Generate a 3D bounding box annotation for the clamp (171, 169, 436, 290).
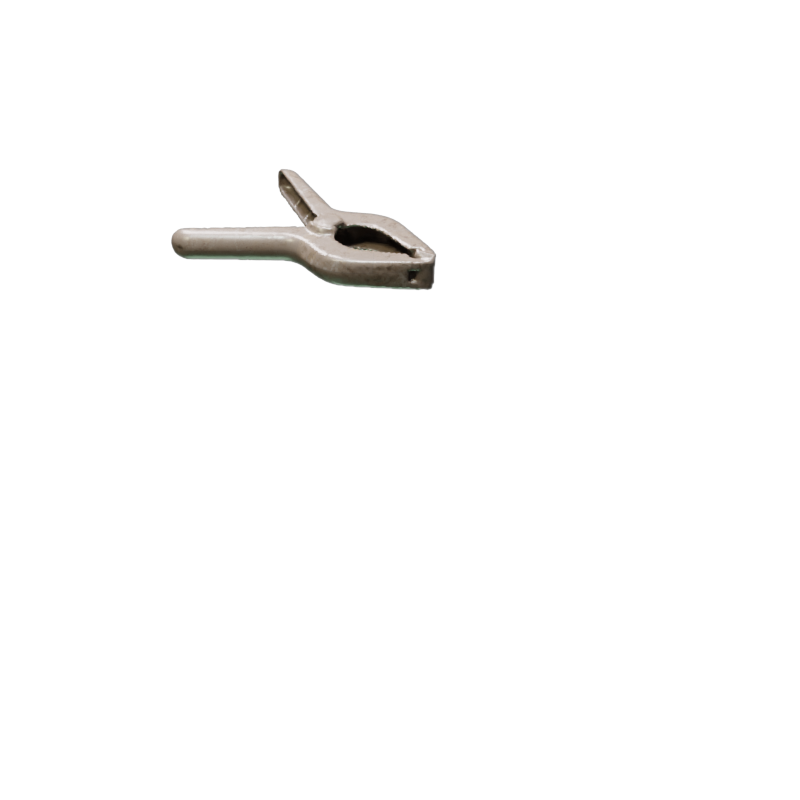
[{"bbox_3d":[-0.071,-0.130,0.912,0.223,0.034,0.165,25,41,31],"label":"clamp"}]
